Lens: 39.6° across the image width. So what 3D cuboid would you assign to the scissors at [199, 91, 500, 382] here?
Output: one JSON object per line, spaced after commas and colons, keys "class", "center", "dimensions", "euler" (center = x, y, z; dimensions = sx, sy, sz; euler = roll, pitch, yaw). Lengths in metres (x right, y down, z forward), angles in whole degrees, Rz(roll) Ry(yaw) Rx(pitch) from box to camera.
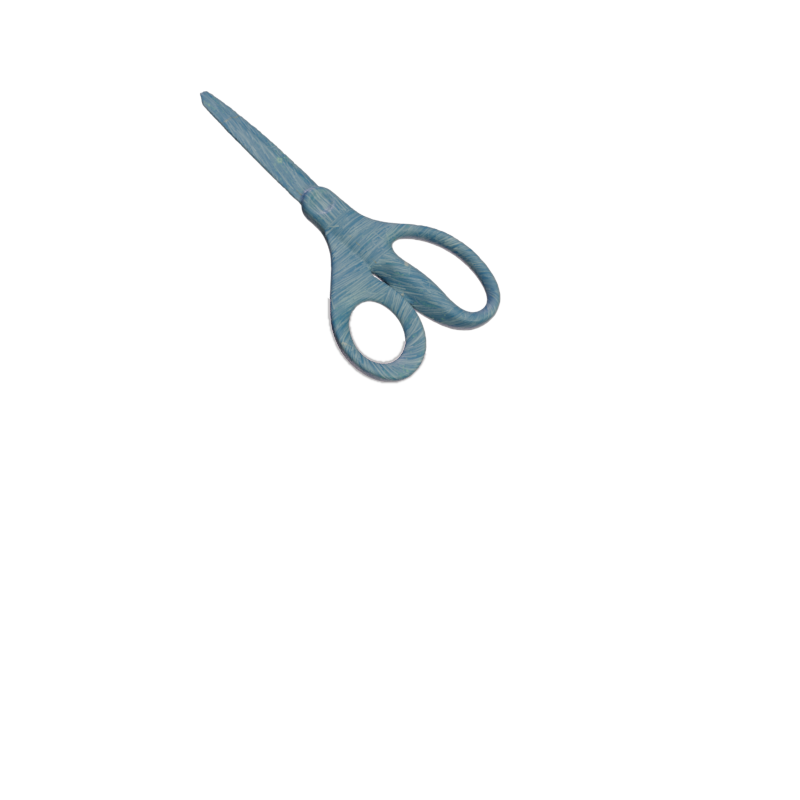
{"class": "scissors", "center": [-0.046, -0.083, 0.585], "dimensions": [0.207, 0.098, 0.015], "euler": [29, -20, 12]}
